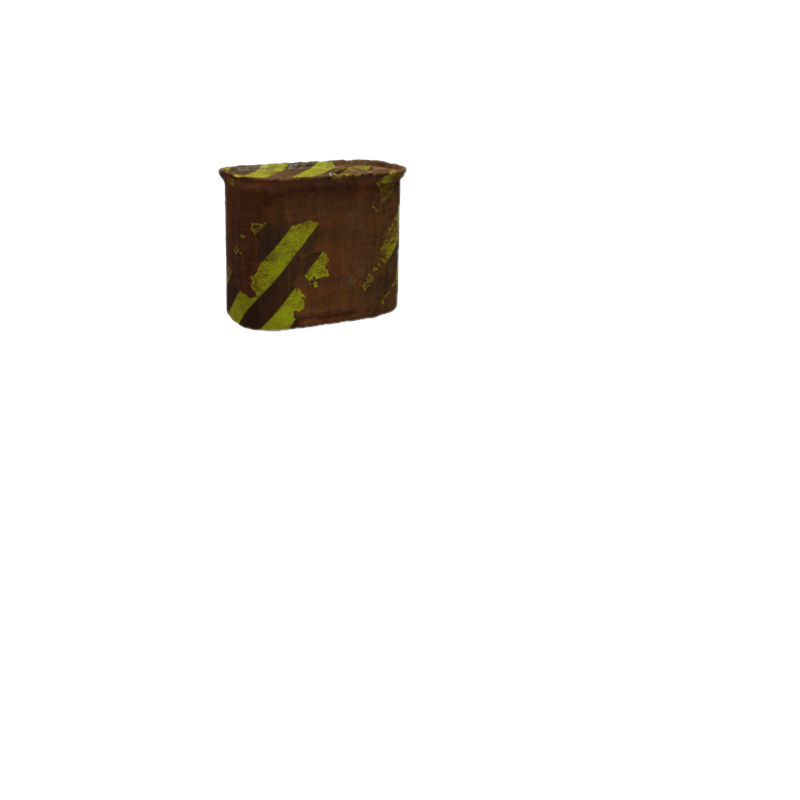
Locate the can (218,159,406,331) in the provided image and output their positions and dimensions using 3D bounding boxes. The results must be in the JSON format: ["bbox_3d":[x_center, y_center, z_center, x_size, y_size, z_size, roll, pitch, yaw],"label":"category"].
[{"bbox_3d":[-0.048,-0.088,0.619,0.099,0.081,0.061,-8,16,-28],"label":"can"}]
